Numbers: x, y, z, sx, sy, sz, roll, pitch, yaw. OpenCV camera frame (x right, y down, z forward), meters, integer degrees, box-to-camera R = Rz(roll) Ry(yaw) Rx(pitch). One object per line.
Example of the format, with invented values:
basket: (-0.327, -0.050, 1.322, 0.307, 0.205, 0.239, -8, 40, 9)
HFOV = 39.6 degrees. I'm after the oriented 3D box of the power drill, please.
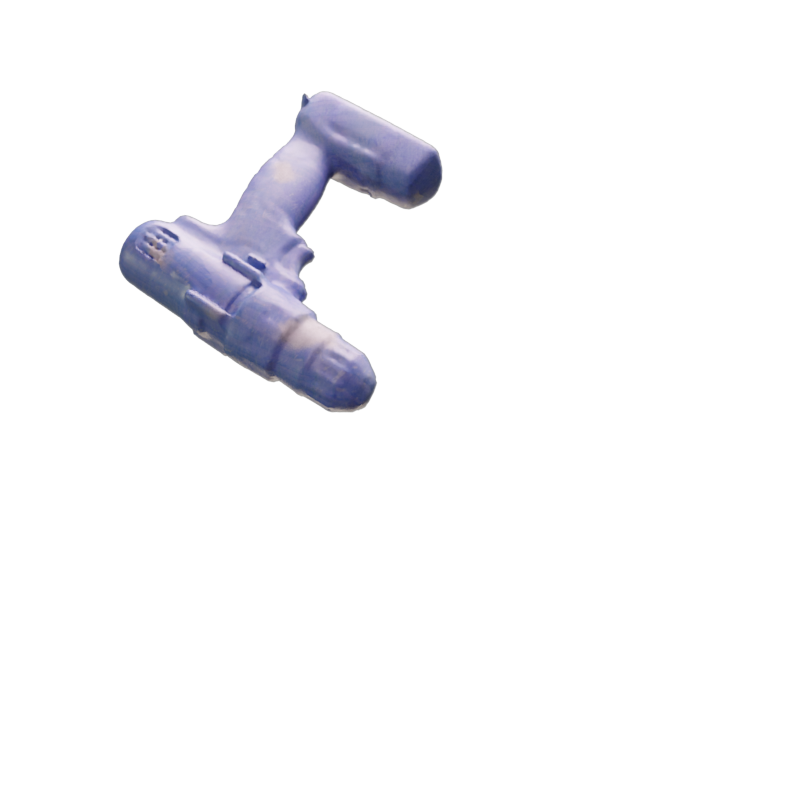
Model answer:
power drill: (-0.055, -0.099, 0.696, 0.193, 0.192, 0.054, 31, -28, 18)
